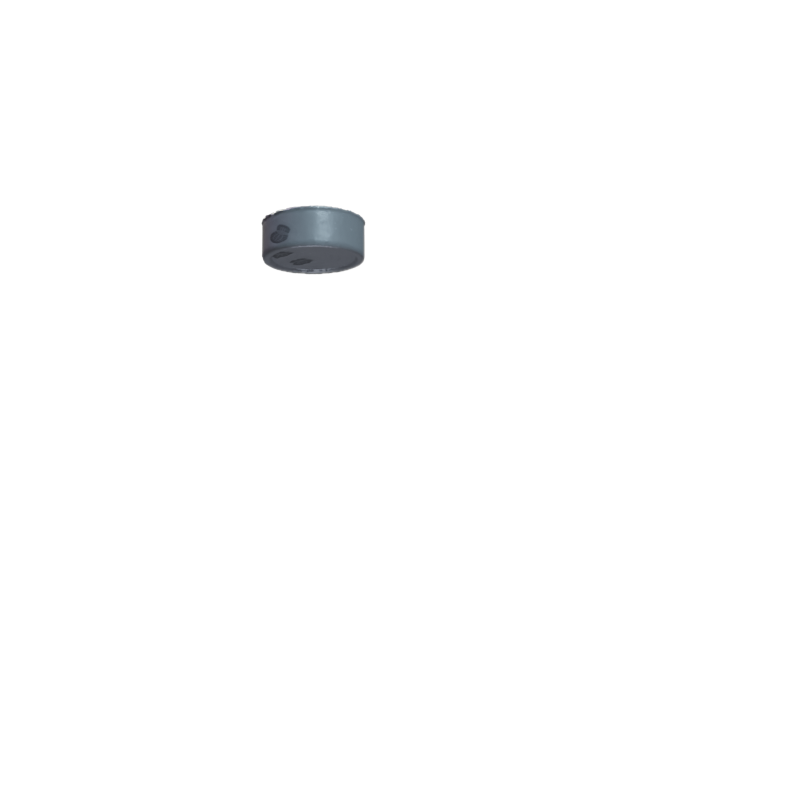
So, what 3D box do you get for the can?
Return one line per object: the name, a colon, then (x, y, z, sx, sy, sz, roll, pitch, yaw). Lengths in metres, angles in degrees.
can: (-0.071, -0.130, 0.913, 0.086, 0.035, 0.083, 0, -11, -2)
